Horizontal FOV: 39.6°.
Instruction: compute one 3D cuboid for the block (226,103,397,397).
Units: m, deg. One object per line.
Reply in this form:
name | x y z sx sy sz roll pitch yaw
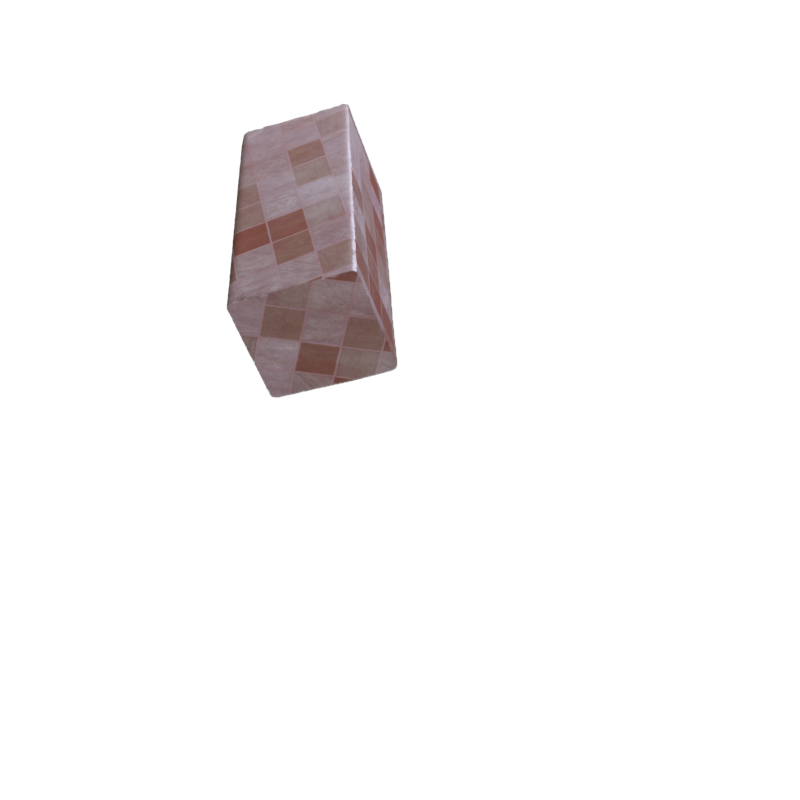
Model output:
block | -0.063 -0.113 0.792 0.091 0.084 0.221 -15 41 9
